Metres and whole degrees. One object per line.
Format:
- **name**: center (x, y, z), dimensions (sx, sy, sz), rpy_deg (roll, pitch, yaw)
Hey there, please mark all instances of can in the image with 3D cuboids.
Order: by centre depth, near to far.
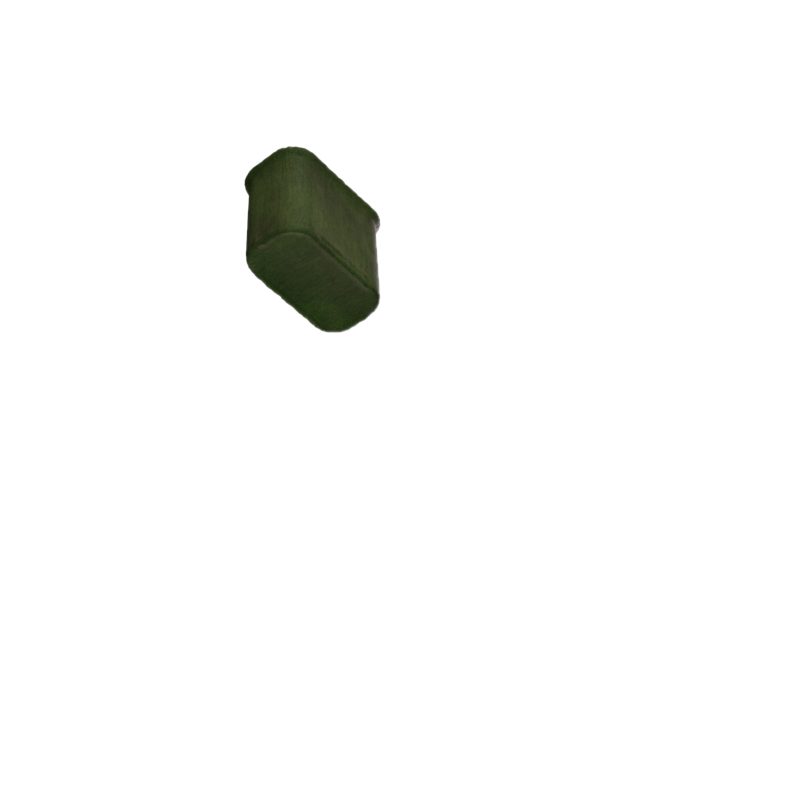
- **can**: center (-0.058, -0.106, 0.743), dimensions (0.057, 0.090, 0.095), rpy_deg (-32, -53, 26)
